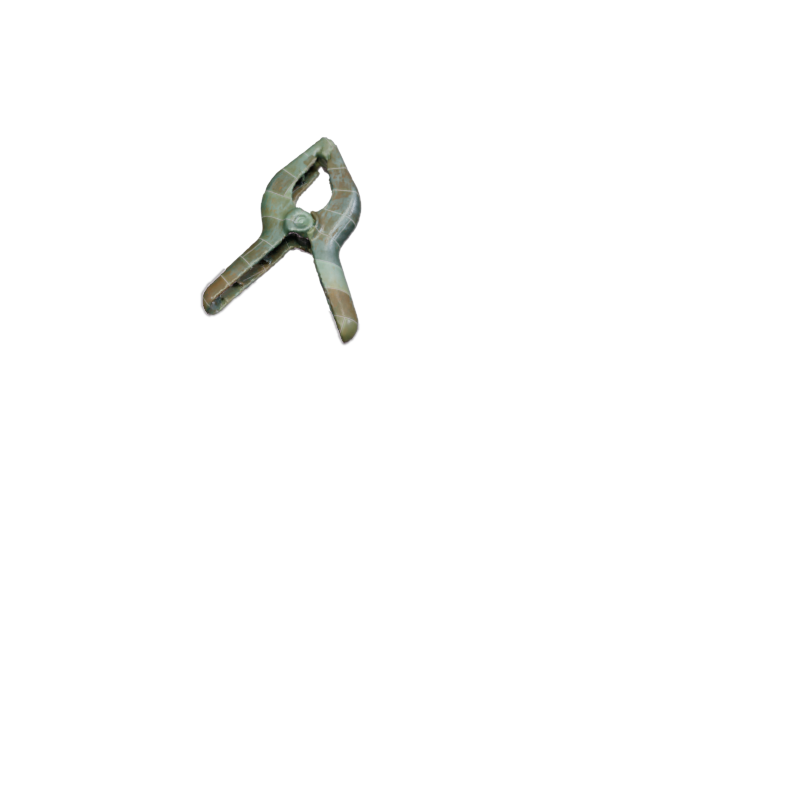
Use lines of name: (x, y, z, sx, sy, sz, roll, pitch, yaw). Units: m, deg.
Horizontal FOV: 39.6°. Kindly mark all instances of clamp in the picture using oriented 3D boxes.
clamp: (-0.067, -0.123, 0.861, 0.122, 0.177, 0.037, 21, -21, 8)
